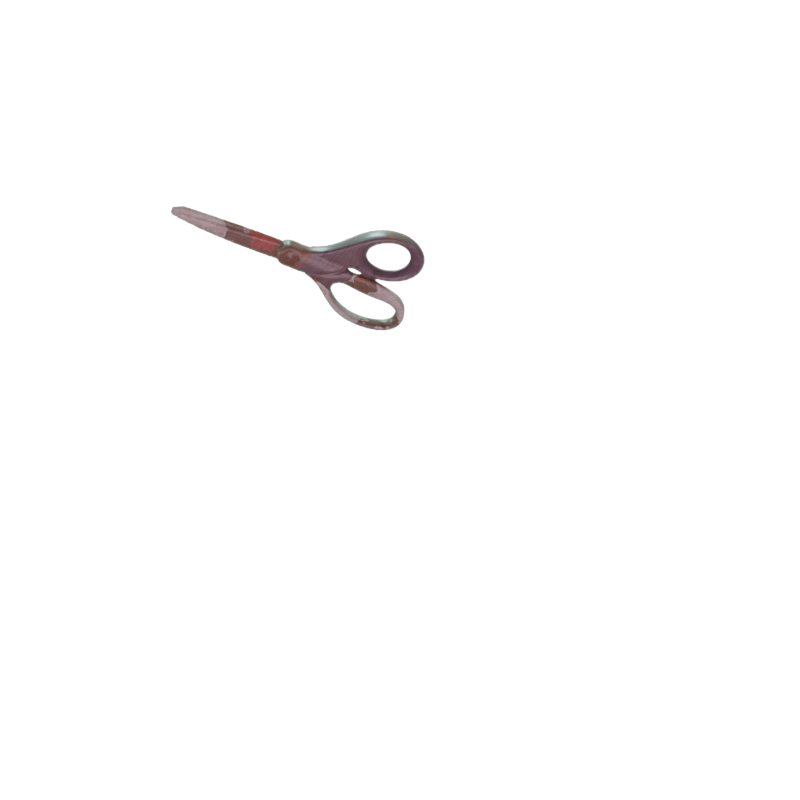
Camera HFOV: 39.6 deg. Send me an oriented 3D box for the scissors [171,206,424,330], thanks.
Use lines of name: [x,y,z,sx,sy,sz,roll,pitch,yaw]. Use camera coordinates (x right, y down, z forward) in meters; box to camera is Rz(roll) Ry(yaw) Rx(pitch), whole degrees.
scissors: [-0.067,-0.121,0.850,0.192,0.094,0.017,34,28,-21]
